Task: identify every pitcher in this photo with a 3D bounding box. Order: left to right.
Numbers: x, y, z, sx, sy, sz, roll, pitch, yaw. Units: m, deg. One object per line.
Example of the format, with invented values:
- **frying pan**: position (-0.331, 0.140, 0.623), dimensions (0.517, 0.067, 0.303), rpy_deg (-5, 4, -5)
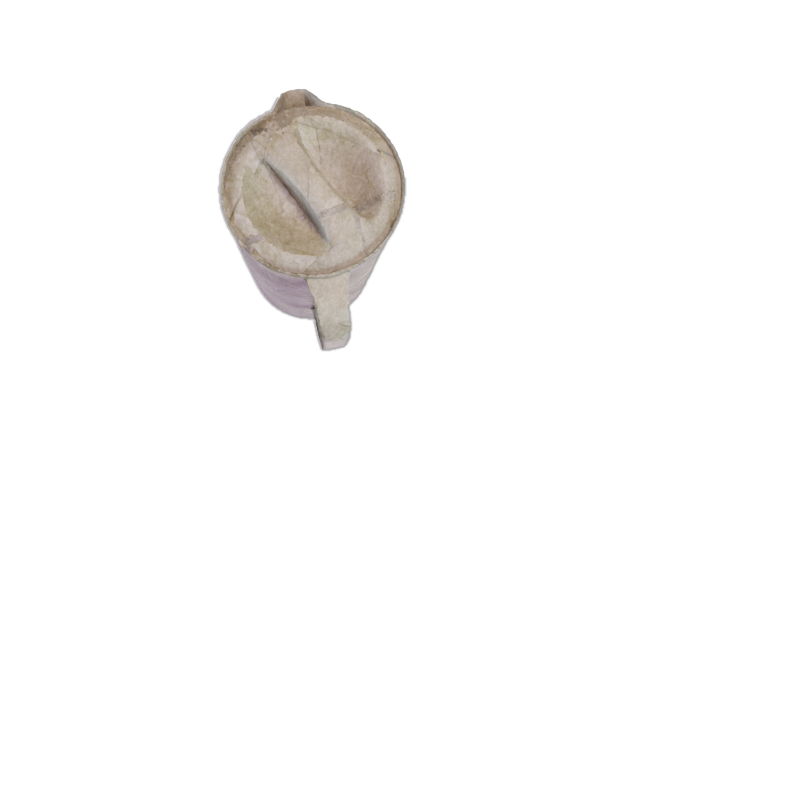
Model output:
- **pitcher**: position (-0.070, -0.128, 0.900), dimensions (0.147, 0.151, 0.237), rpy_deg (33, -9, 2)
